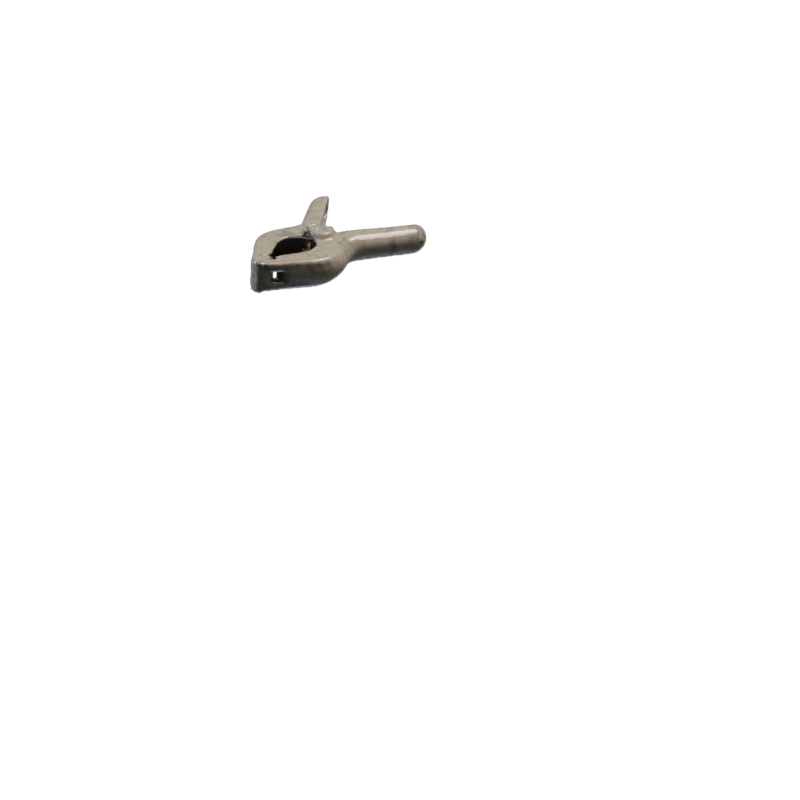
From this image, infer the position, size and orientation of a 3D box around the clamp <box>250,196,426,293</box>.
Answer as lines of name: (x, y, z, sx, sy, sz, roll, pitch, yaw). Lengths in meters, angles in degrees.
clamp: (-0.074, -0.136, 0.949, 0.127, 0.037, 0.169, 22, 32, 40)
